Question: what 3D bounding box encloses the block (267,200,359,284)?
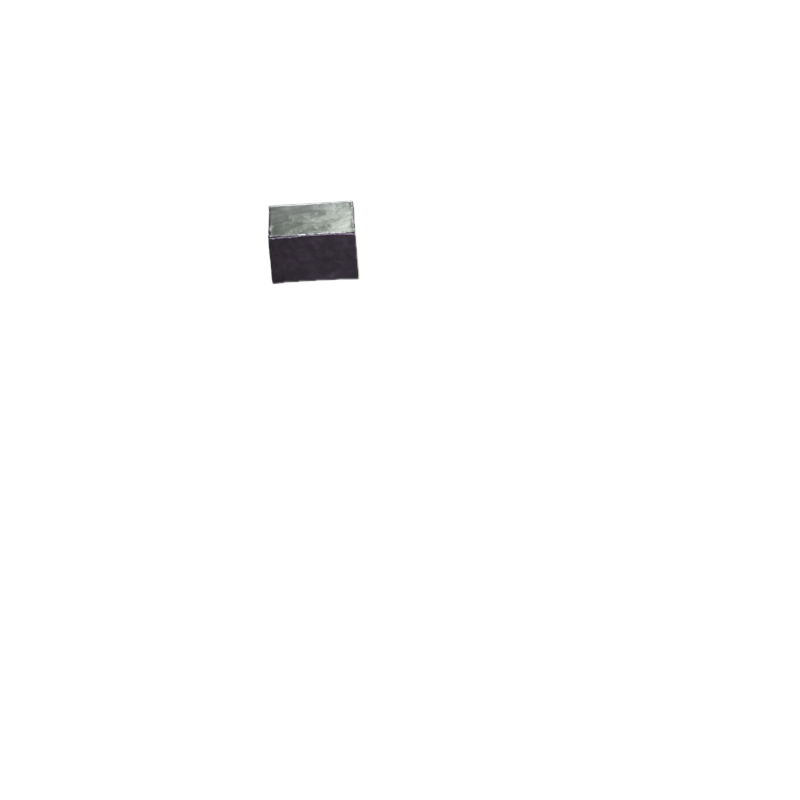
[{"bbox_3d":[-0.076,-0.139,0.975,0.078,0.049,0.055,-2,39,0],"label":"block"}]
